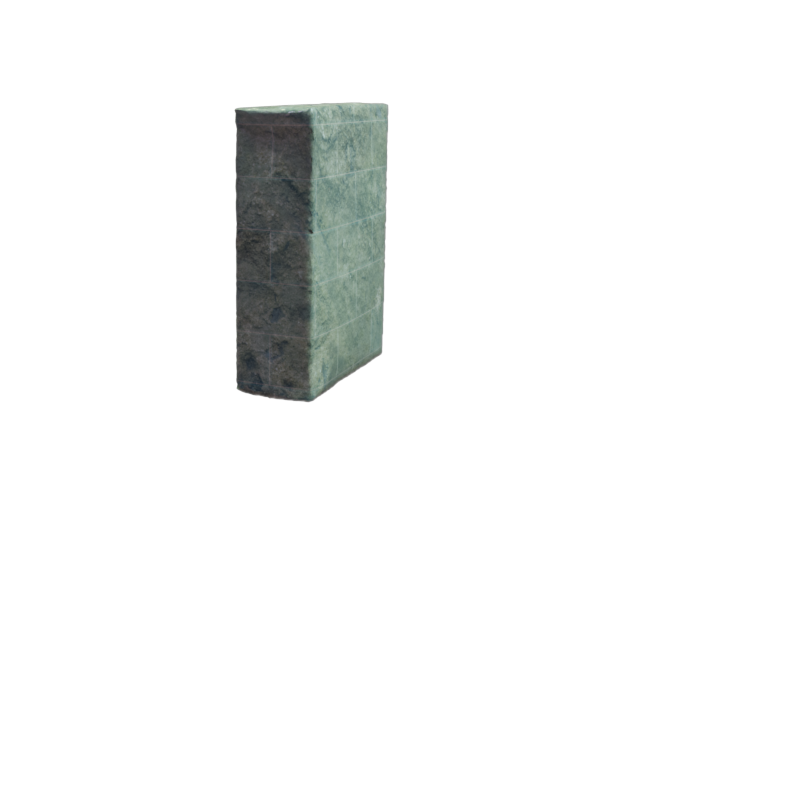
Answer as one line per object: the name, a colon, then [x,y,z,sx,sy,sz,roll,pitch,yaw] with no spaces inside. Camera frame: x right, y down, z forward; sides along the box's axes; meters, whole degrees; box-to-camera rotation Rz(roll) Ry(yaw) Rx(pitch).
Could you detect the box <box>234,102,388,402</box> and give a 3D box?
box: [-0.068,-0.124,0.866,0.074,0.209,0.163,4,12,19]
